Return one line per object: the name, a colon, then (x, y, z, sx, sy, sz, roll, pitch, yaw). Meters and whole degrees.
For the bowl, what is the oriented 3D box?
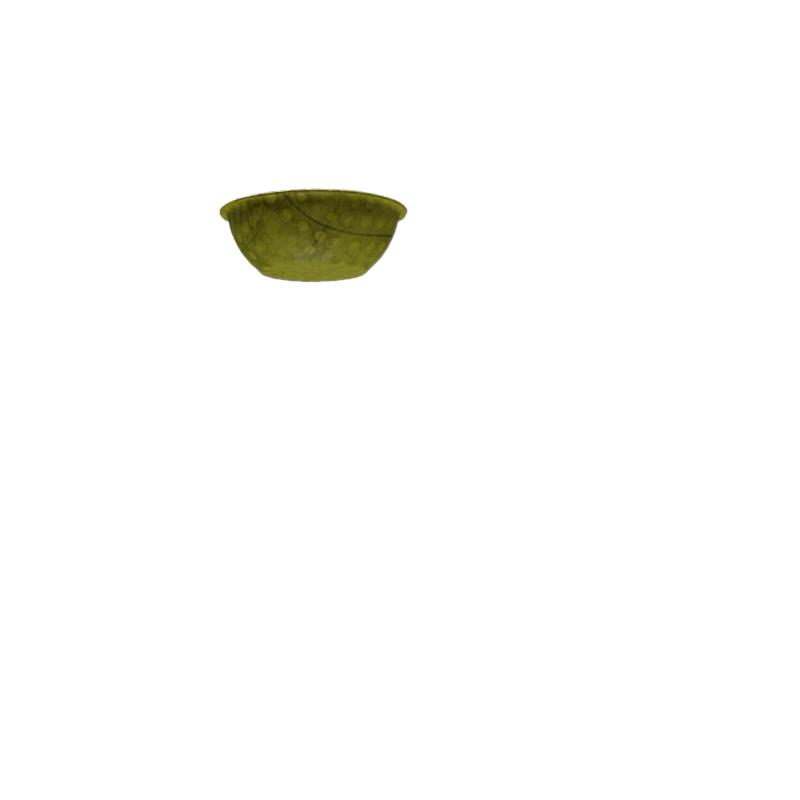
bowl: (-0.074, -0.135, 0.949, 0.162, 0.056, 0.159, 0, -5, -2)
